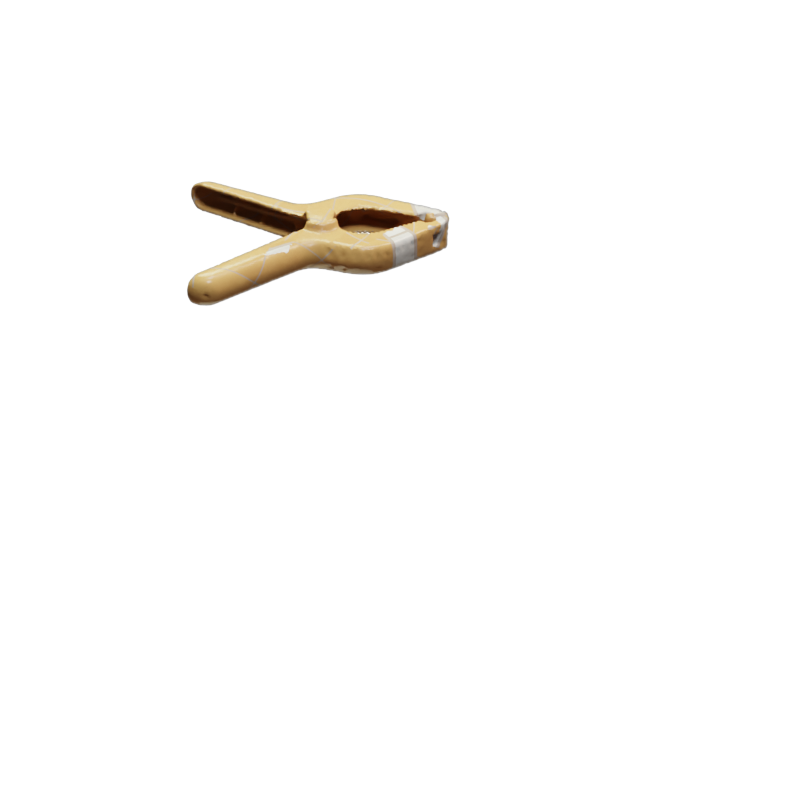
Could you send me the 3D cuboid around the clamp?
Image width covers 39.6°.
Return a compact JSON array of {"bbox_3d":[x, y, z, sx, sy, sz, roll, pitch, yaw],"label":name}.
[{"bbox_3d":[-0.067,-0.122,0.856,0.210,0.034,0.175,1,37,1],"label":"clamp"}]
